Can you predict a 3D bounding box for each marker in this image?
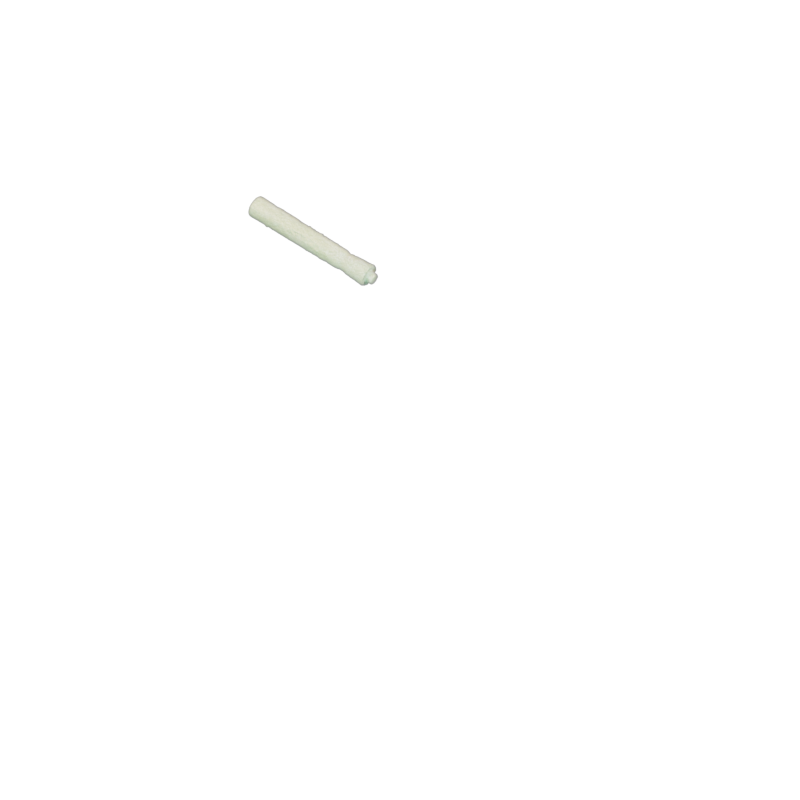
[{"bbox_3d":[-0.069,-0.125,0.877,0.127,0.019,0.019,34,17,22],"label":"marker"}]
